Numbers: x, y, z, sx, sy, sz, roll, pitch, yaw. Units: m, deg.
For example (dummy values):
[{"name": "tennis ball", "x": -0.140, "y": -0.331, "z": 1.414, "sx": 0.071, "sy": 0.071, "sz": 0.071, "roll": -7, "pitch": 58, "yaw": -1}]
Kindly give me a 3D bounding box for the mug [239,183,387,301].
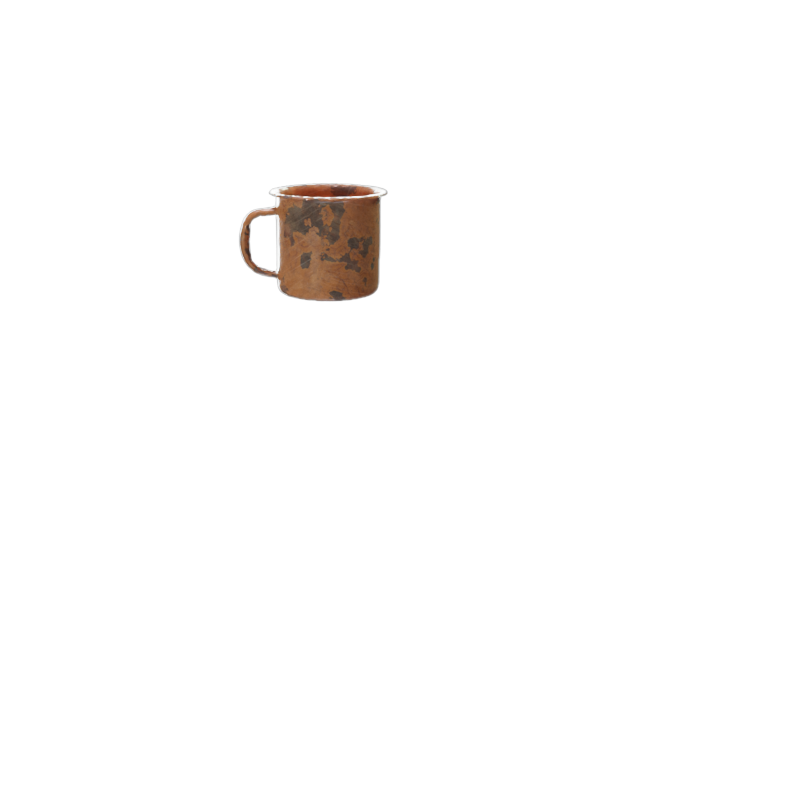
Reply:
[{"name": "mug", "x": -0.068, "y": -0.124, "z": 0.871, "sx": 0.115, "sy": 0.079, "sz": 0.098, "roll": -3, "pitch": 15, "yaw": -13}]
